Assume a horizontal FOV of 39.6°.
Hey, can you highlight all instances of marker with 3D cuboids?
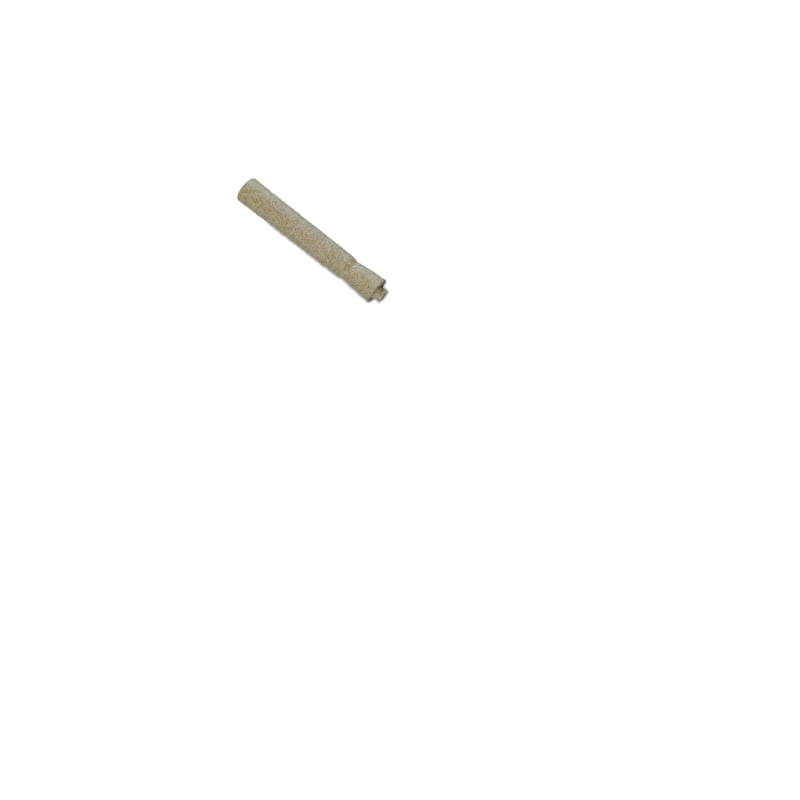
[{"bbox_3d":[-0.058,-0.105,0.737,0.125,0.019,0.019,39,13,14],"label":"marker"}]
